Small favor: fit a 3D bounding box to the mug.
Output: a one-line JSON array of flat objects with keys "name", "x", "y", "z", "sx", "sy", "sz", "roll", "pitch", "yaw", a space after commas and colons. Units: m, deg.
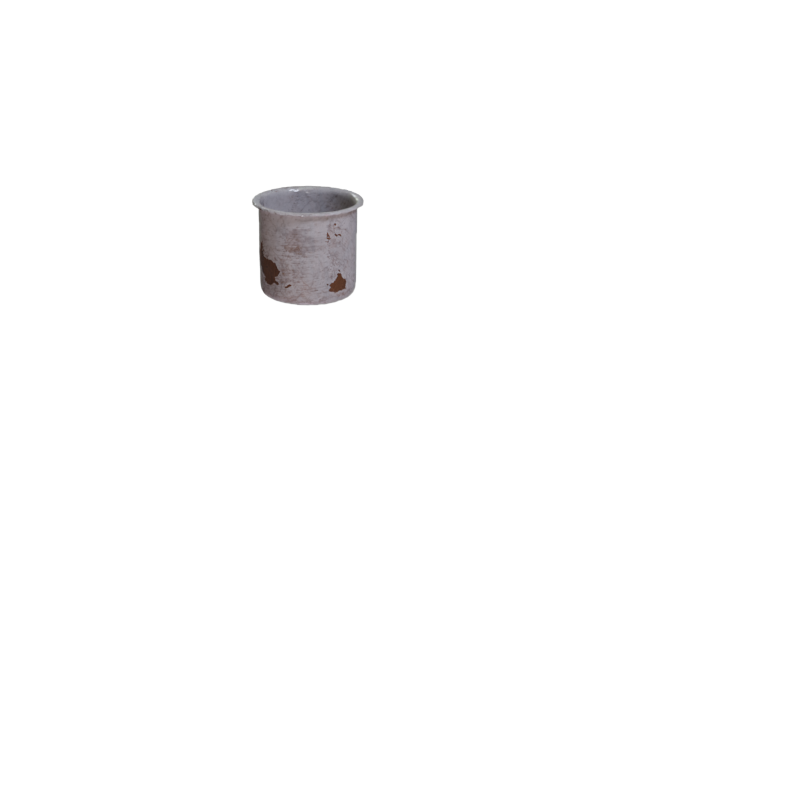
[{"name": "mug", "x": -0.074, "y": -0.135, "z": 0.943, "sx": 0.096, "sy": 0.078, "sz": 0.119, "roll": 8, "pitch": 23, "yaw": 17}]
